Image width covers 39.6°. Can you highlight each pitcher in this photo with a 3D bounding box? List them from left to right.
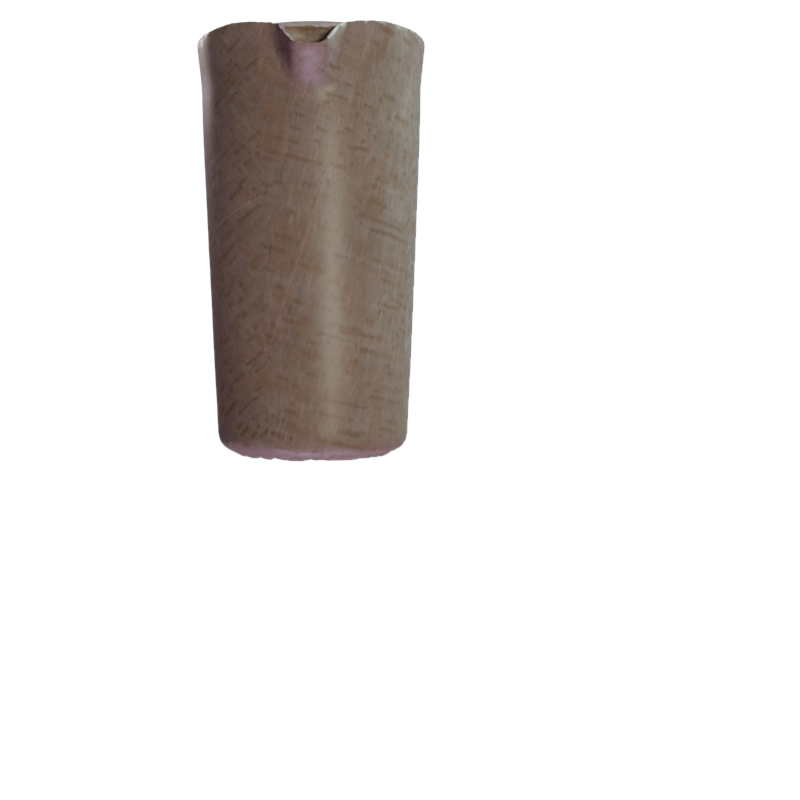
[{"bbox_3d":[-0.051,-0.093,0.654,0.150,0.245,0.143,-2,-3,42],"label":"pitcher"}]
